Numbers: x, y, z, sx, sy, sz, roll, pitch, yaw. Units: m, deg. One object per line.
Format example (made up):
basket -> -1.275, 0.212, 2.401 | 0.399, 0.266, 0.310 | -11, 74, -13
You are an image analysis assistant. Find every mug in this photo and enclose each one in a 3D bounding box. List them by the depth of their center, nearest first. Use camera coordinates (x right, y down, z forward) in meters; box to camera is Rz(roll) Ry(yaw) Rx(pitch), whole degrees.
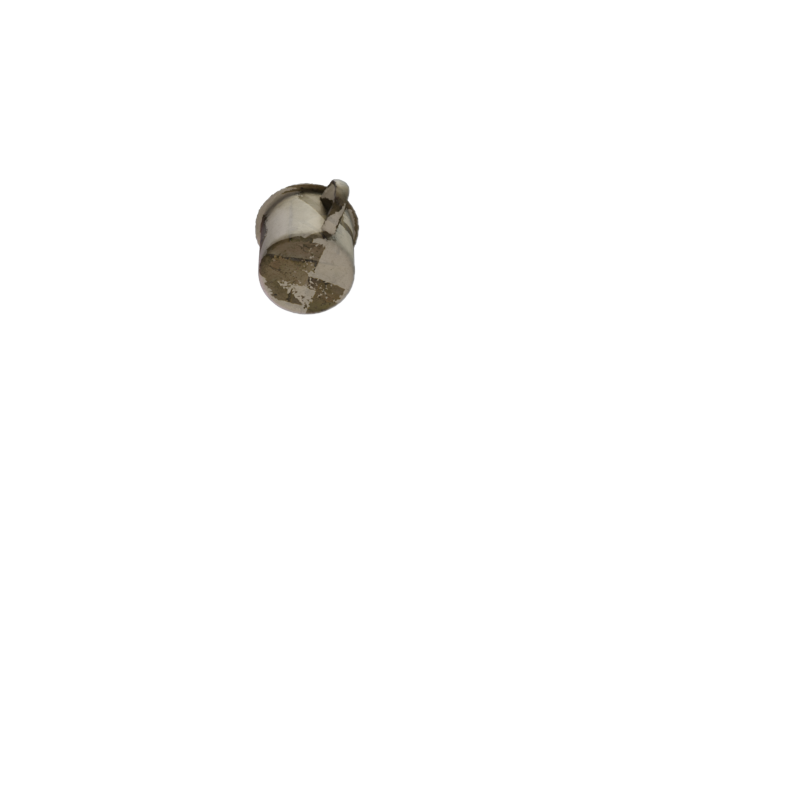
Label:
mug -> -0.074, -0.136, 0.949 | 0.090, 0.114, 0.087 | 25, 30, -18
